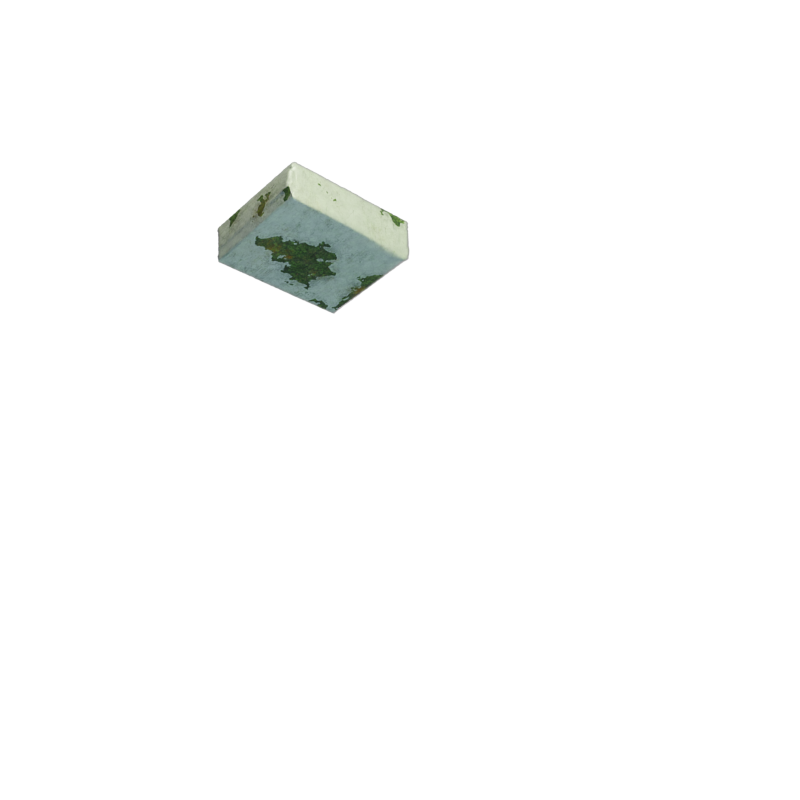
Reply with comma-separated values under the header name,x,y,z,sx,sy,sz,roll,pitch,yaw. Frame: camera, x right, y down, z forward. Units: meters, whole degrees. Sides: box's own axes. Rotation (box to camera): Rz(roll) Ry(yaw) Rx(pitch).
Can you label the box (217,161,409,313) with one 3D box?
name,x,y,z,sx,sy,sz,roll,pitch,yaw
box,-0.063,-0.115,0.806,0.107,0.042,0.089,26,-43,-32
